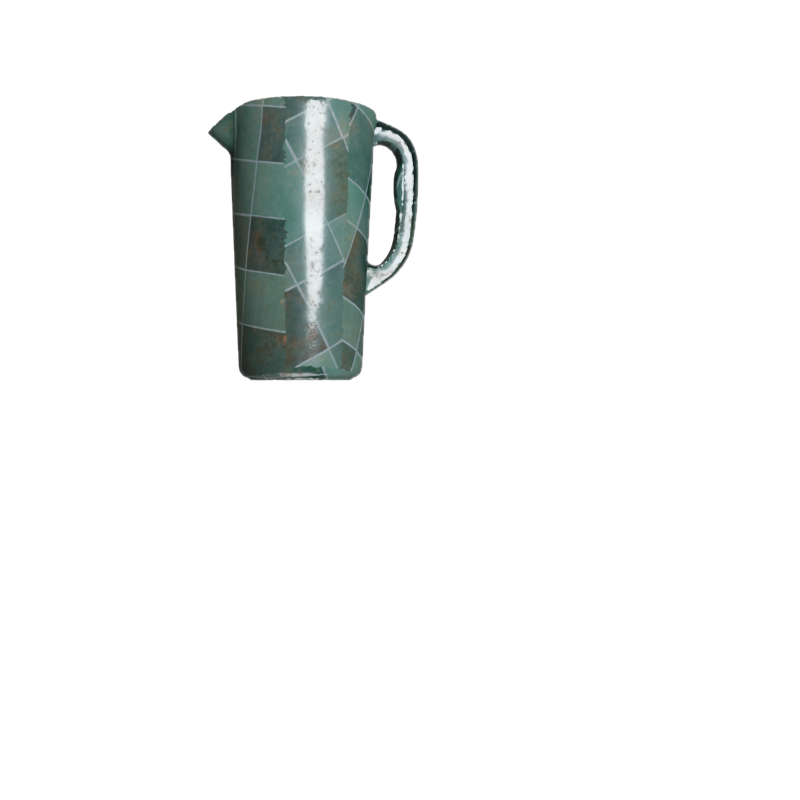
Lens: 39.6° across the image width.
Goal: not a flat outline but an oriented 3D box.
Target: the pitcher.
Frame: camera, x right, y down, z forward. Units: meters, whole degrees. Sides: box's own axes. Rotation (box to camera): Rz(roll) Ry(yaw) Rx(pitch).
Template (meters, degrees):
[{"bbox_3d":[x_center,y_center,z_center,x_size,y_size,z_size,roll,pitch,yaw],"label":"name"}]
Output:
[{"bbox_3d":[-0.077,-0.140,0.979,0.154,0.247,0.139,-3,-6,30],"label":"pitcher"}]
